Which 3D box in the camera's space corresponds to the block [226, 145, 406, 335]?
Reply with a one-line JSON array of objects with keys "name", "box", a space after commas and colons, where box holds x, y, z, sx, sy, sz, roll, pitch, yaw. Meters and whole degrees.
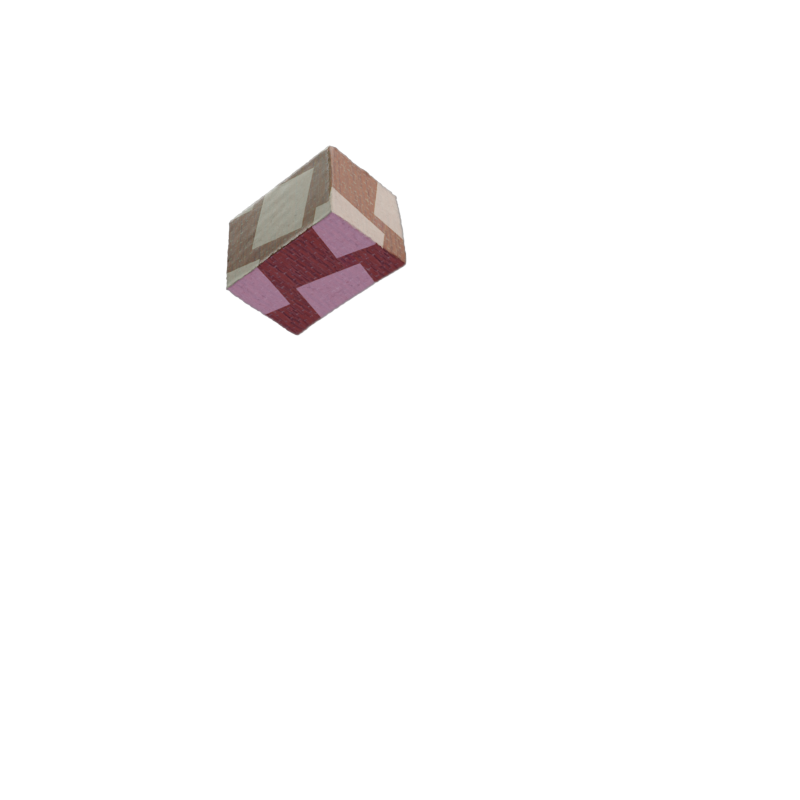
[{"name": "block", "box": [-0.044, -0.080, 0.561, 0.078, 0.055, 0.049, -31, -48, 30]}]
